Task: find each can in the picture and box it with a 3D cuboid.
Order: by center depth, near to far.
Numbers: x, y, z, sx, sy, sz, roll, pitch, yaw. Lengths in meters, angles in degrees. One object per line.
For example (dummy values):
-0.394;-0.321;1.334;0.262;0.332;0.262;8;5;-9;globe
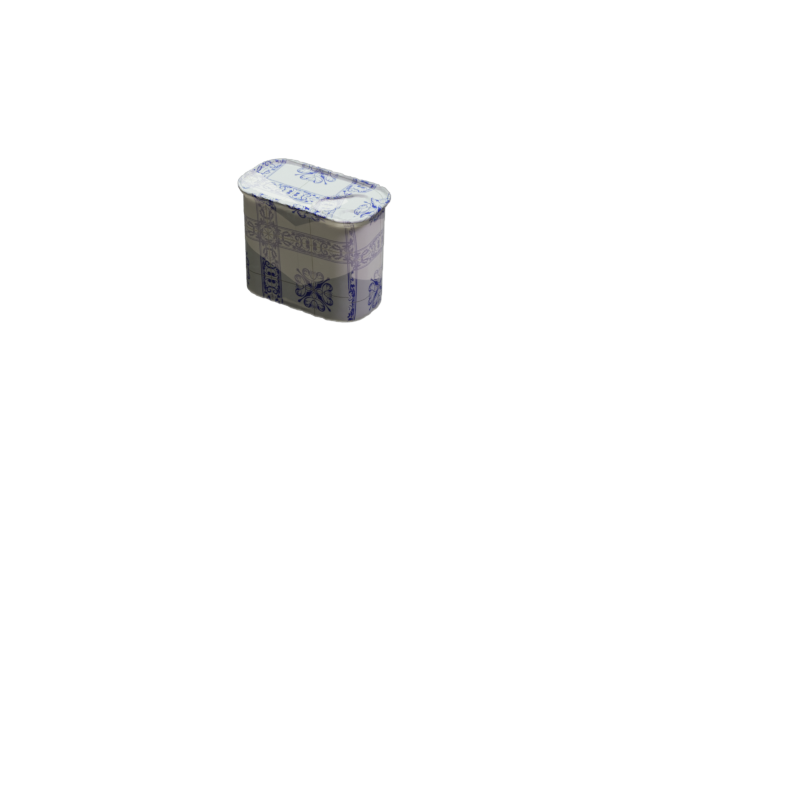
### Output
-0.059;-0.108;0.755;0.107;0.079;0.058;20;38;26;can
